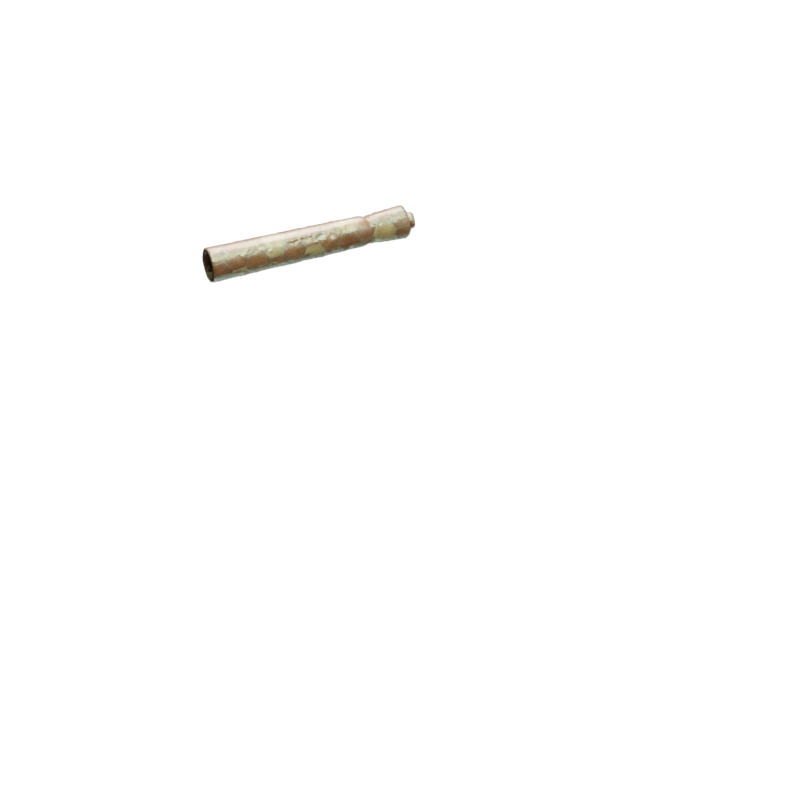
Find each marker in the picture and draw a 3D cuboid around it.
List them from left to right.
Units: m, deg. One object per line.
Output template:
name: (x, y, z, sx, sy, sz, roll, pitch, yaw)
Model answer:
marker: (-0.047, -0.086, 0.600, 0.119, 0.019, 0.020, -16, 10, -21)
